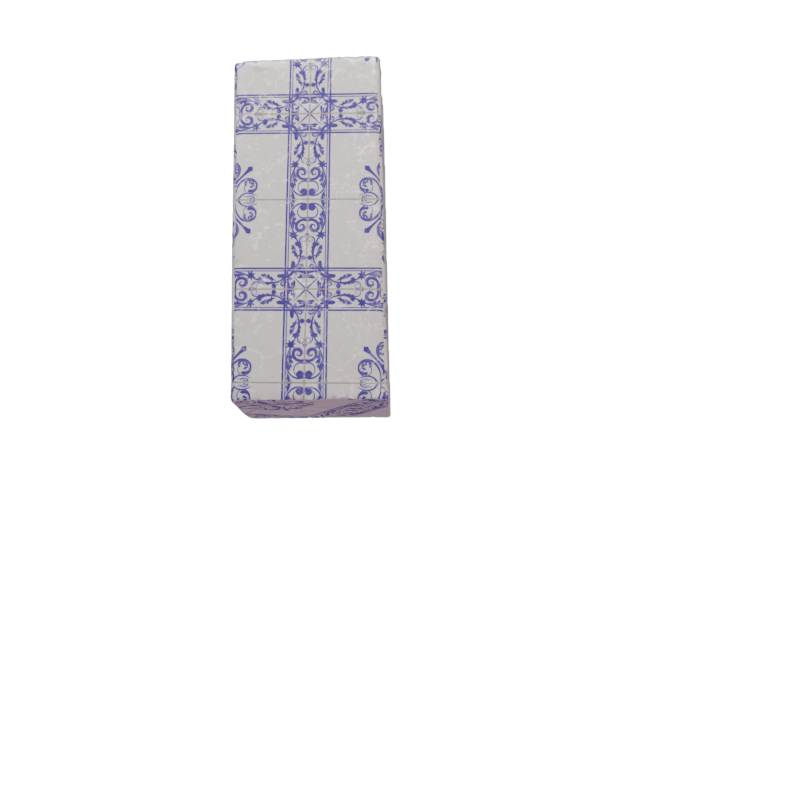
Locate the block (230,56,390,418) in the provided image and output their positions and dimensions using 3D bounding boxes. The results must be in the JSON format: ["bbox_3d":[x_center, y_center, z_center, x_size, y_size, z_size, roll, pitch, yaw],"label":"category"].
[{"bbox_3d":[-0.054,-0.098,0.683,0.091,0.214,0.087,-2,-14,2],"label":"block"}]
